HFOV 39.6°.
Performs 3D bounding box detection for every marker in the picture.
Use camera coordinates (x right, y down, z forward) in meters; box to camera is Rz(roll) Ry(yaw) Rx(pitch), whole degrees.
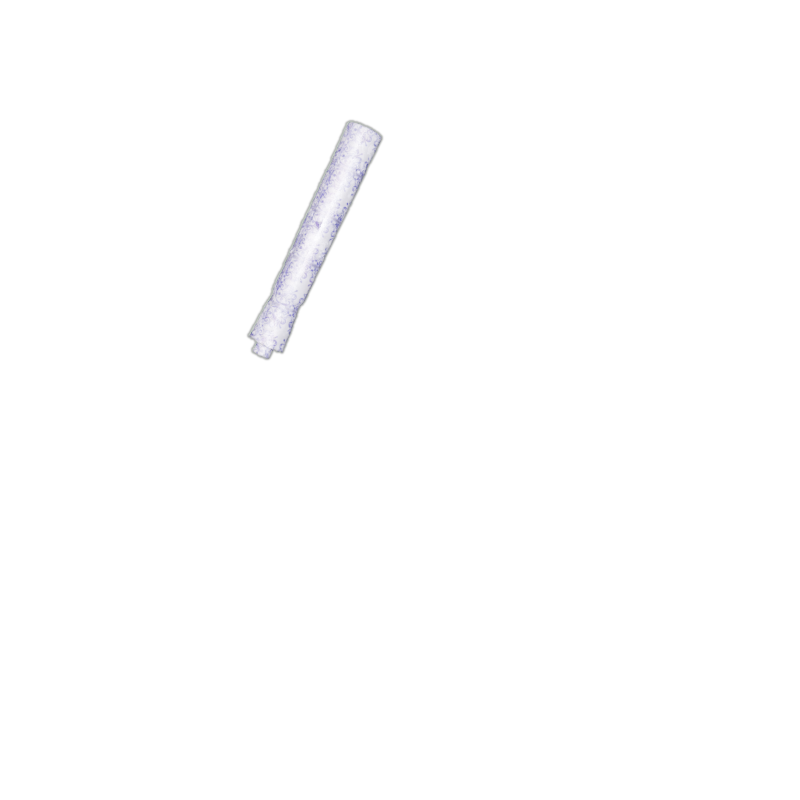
[{"bbox_3d":[-0.042,-0.076,0.534,0.020,0.122,0.020,25,-4,-2],"label":"marker"}]
